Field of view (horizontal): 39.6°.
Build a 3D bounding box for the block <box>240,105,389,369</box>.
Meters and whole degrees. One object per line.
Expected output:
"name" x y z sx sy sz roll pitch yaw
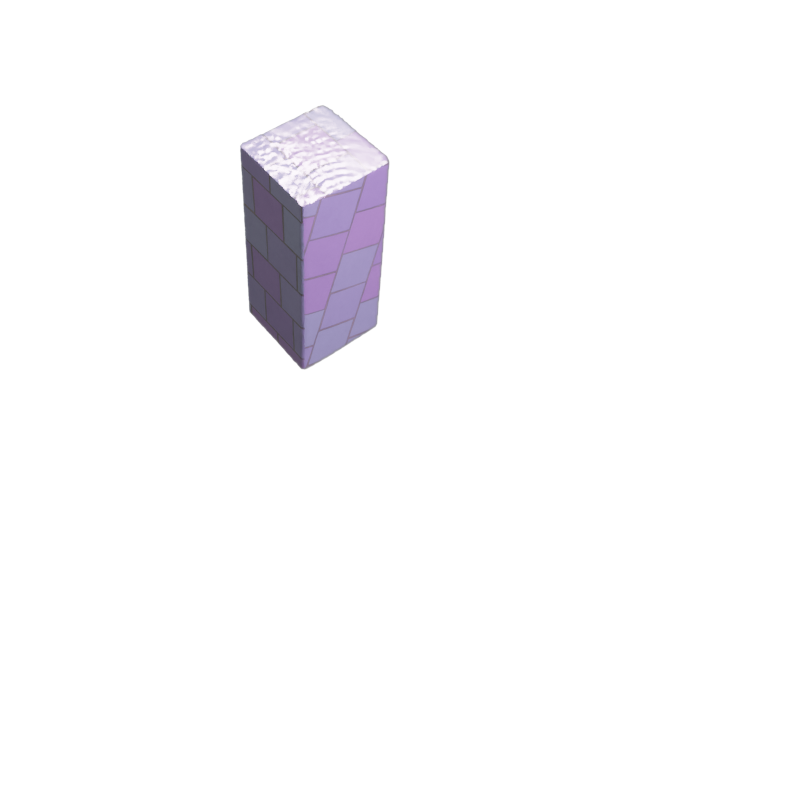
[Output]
"block" -0.074 -0.137 0.958 0.090 0.192 0.097 -30 58 -25
